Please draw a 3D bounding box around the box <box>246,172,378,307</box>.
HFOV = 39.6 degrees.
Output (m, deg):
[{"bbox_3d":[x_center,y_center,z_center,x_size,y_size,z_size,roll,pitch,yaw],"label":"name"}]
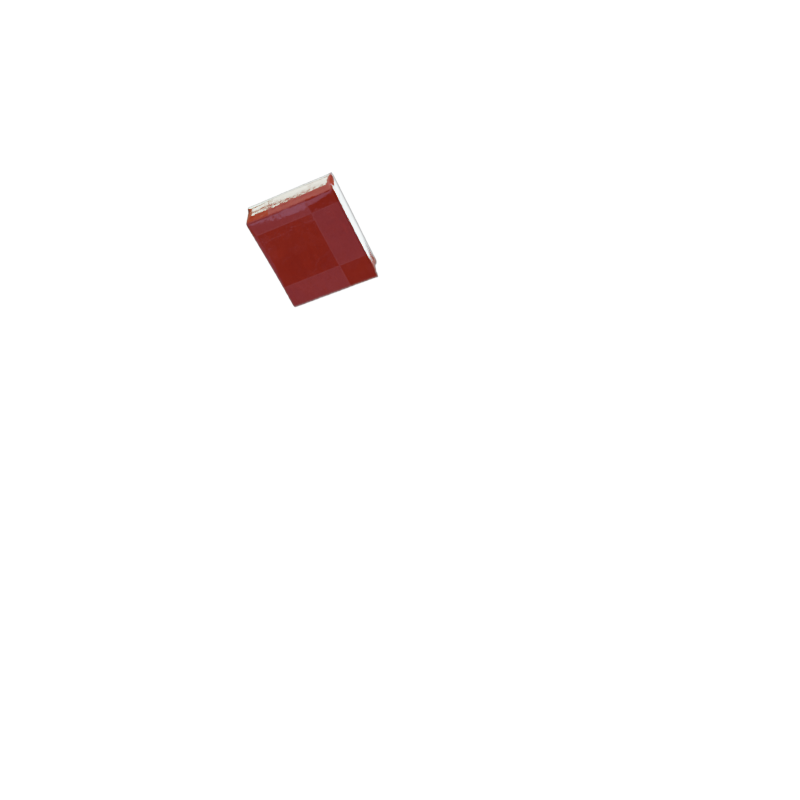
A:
[{"bbox_3d":[-0.067,-0.123,0.861,0.073,0.083,0.032,-21,32,13],"label":"box"}]
